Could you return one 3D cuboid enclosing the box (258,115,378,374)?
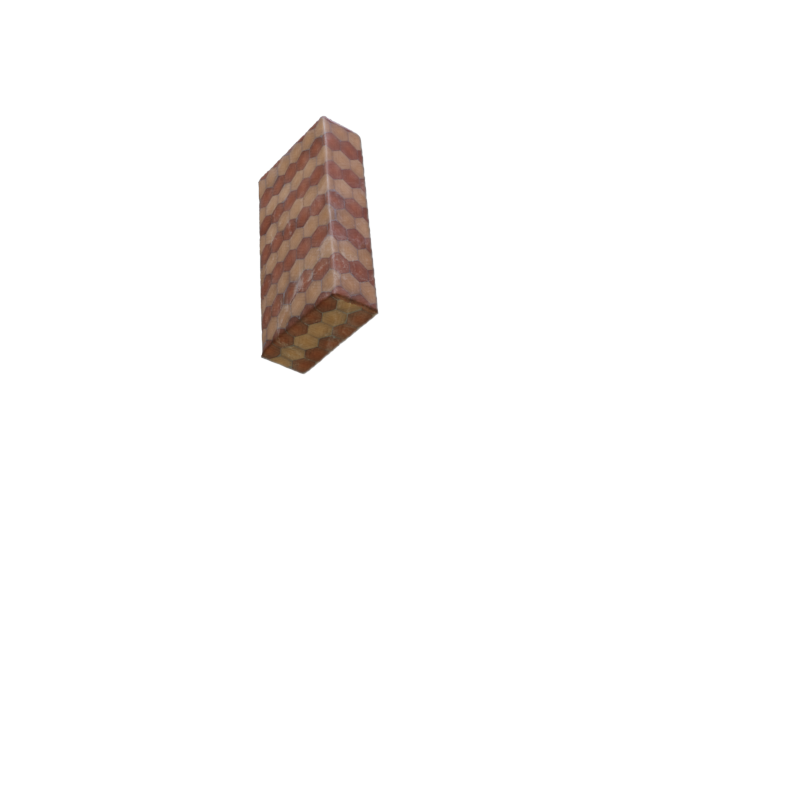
[{"bbox_3d":[-0.065,-0.118,0.829,0.045,0.189,0.092,25,-46,-31],"label":"box"}]
